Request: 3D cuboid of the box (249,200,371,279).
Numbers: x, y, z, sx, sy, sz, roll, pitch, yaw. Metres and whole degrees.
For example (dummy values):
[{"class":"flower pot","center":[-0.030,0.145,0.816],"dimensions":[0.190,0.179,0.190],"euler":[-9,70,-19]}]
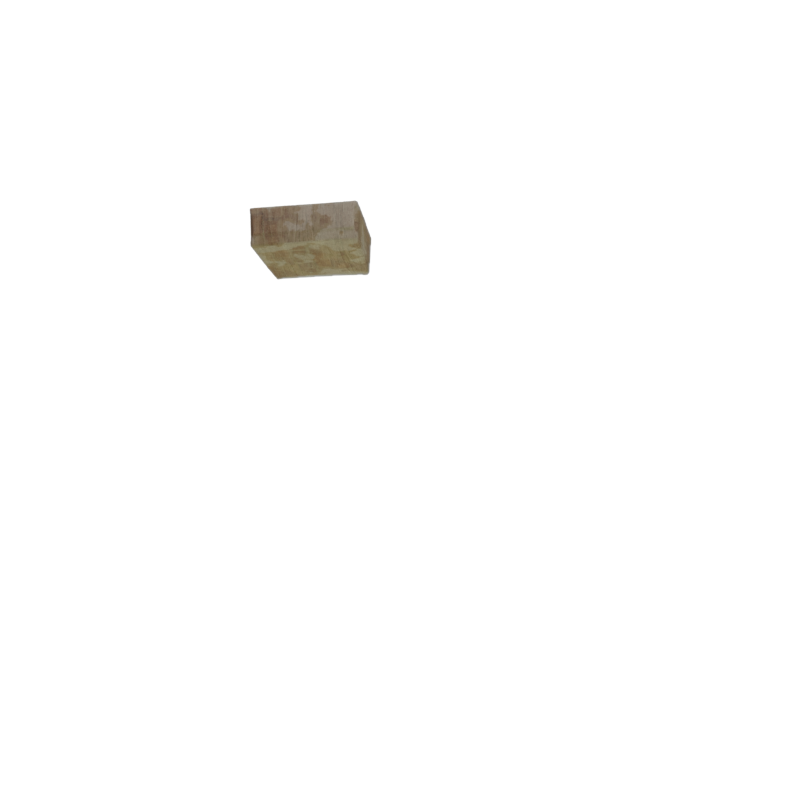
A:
[{"class":"box","center":[-0.074,-0.136,0.950],"dimensions":[0.091,0.040,0.109],"euler":[-2,-12,6]}]
